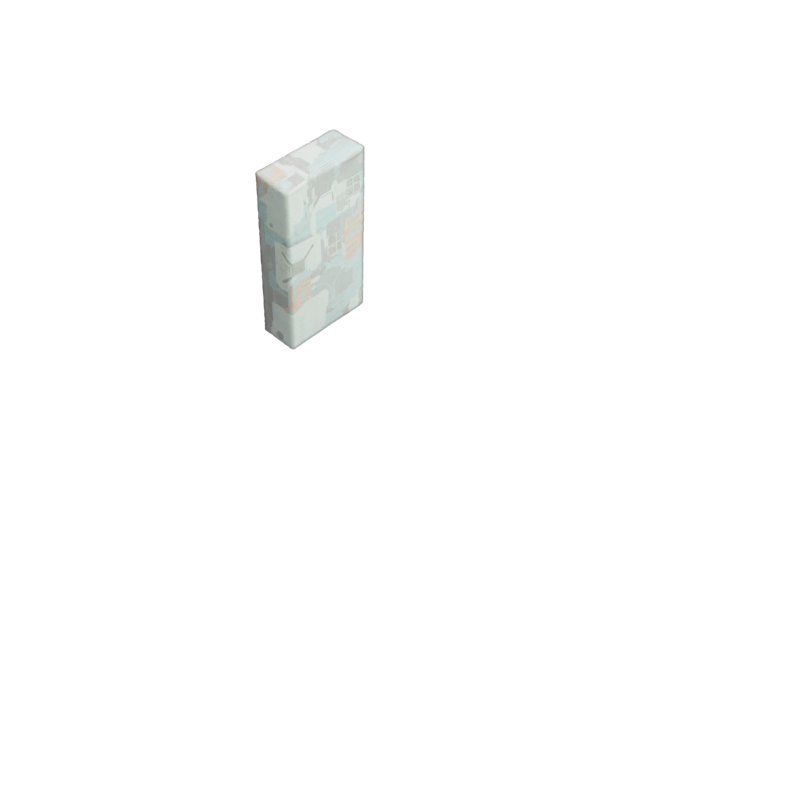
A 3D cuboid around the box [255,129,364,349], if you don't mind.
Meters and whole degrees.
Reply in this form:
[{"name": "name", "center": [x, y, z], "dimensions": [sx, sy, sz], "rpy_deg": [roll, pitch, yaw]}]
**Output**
[{"name": "box", "center": [-0.075, -0.137, 0.961], "dimensions": [0.051, 0.164, 0.094], "rpy_deg": [35, 53, 27]}]
